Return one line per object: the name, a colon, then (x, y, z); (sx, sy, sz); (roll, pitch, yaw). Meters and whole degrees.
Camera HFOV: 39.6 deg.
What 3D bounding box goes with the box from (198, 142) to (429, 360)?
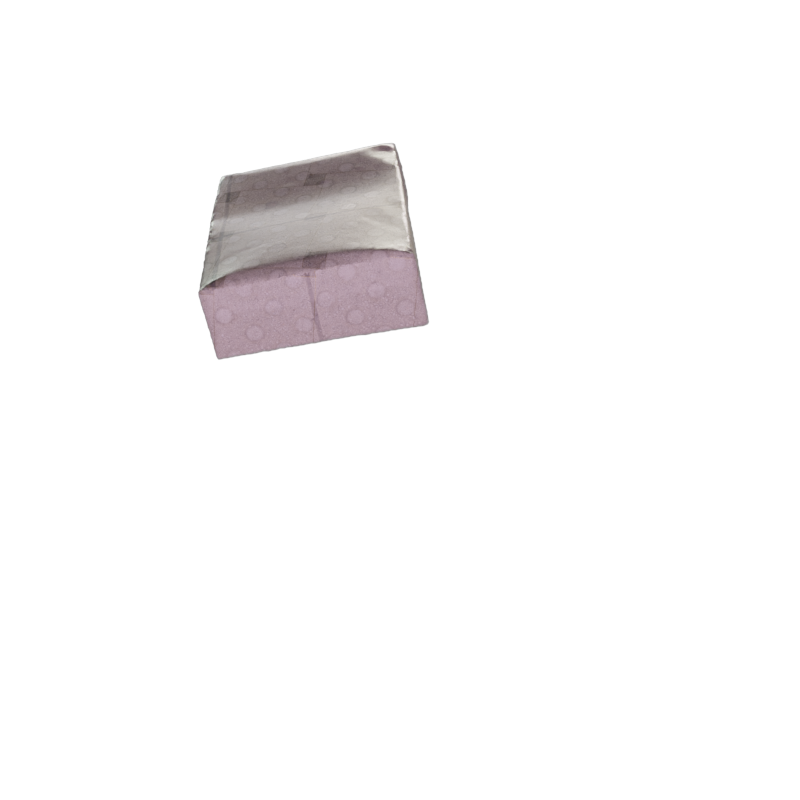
box: (-0.071, -0.129, 0.906); (0.165, 0.067, 0.228); (-10, 33, 4)
